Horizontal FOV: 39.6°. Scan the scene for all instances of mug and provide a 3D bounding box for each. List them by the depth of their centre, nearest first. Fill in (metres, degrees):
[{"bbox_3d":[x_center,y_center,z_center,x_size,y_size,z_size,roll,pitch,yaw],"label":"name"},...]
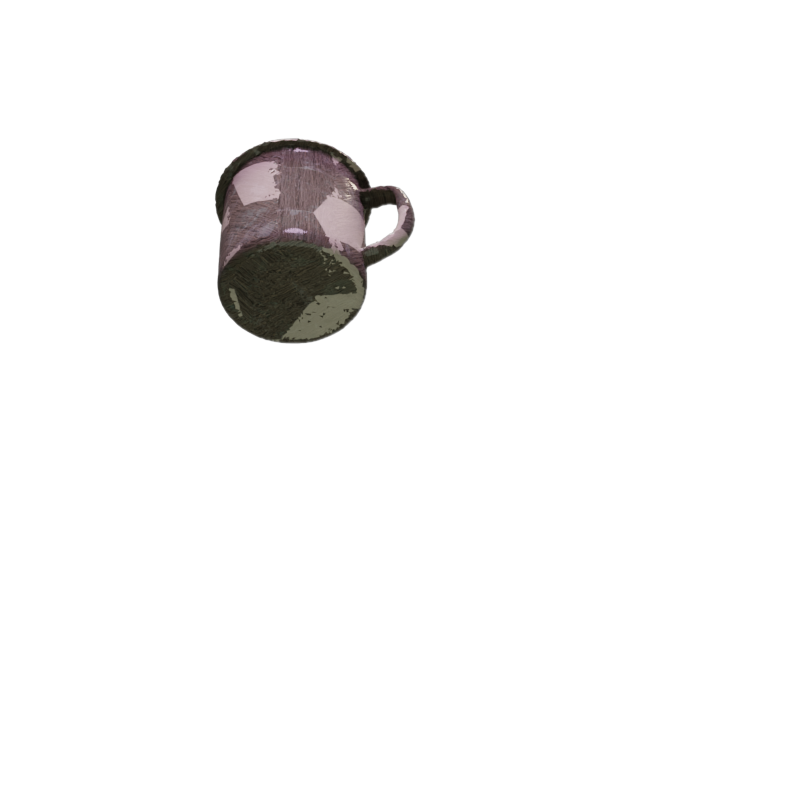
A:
[{"bbox_3d":[-0.049,-0.089,0.622,0.118,0.087,0.086,-12,-46,10],"label":"mug"}]
